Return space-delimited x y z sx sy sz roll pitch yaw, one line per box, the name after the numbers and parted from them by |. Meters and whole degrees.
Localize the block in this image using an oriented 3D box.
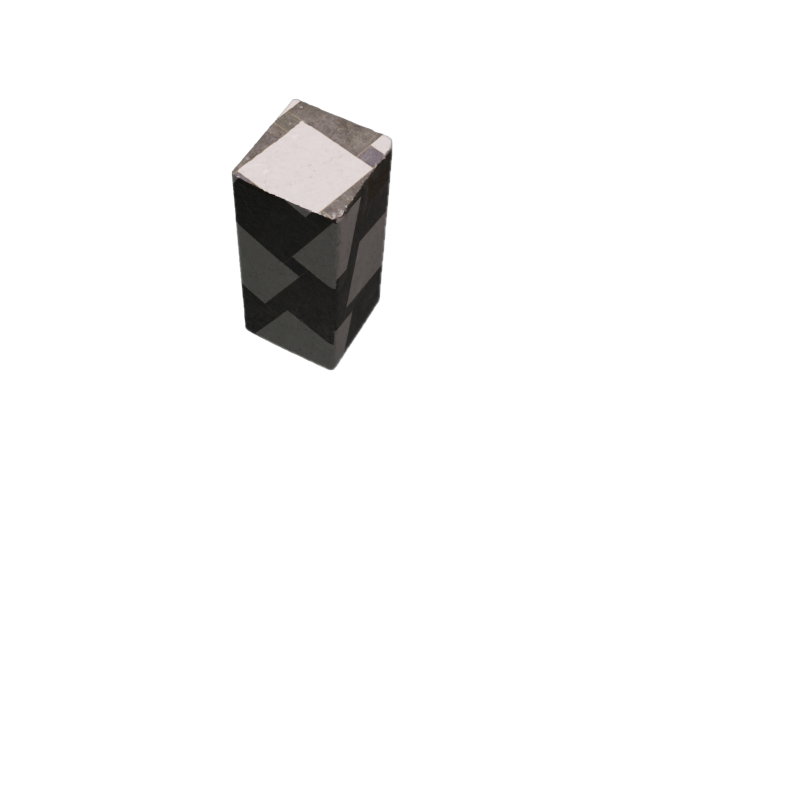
-0.069 -0.126 0.884 0.093 0.094 0.193 26 -30 13 | block
